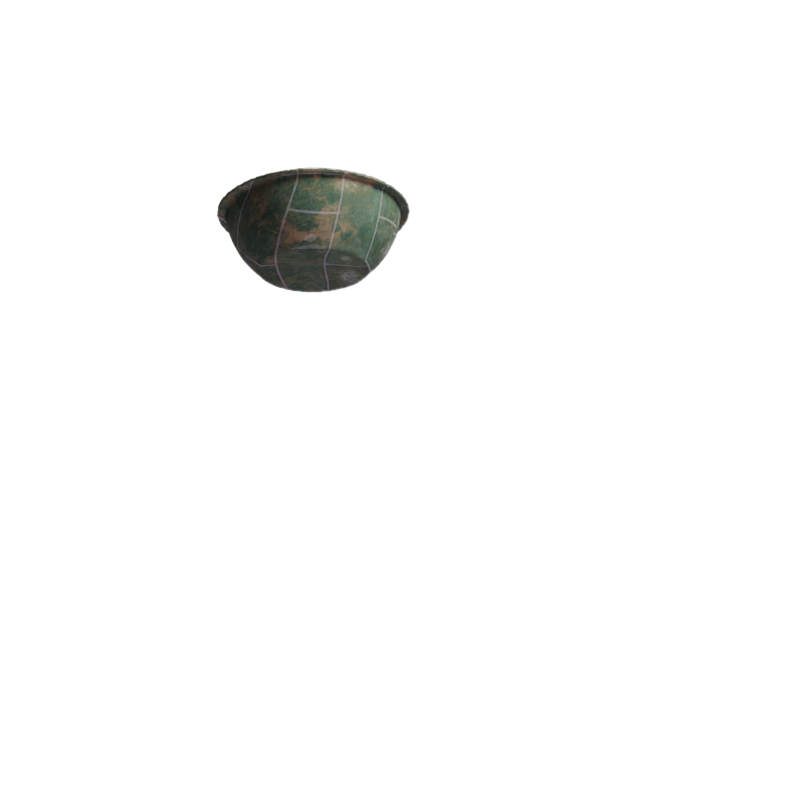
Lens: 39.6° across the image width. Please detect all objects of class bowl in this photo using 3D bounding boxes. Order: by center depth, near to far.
[{"bbox_3d":[-0.072,-0.132,0.924,0.162,0.058,0.154,0,-19,-2],"label":"bowl"}]
